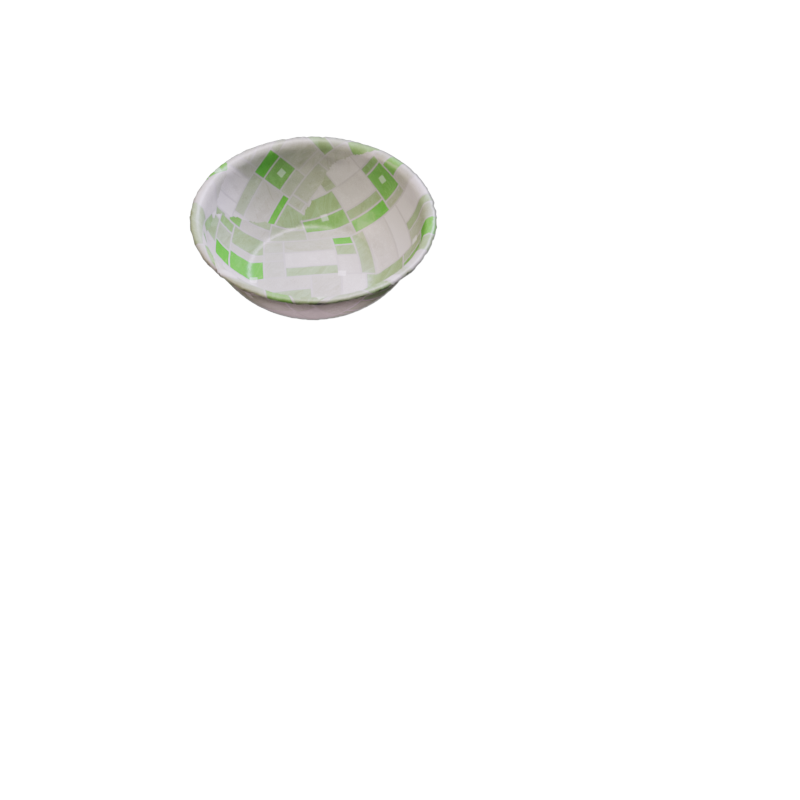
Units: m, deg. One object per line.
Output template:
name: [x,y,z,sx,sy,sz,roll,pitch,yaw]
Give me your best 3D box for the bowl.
bowl: [-0.058,-0.106,0.743,0.162,0.174,0.051,-1,-43,-1]
